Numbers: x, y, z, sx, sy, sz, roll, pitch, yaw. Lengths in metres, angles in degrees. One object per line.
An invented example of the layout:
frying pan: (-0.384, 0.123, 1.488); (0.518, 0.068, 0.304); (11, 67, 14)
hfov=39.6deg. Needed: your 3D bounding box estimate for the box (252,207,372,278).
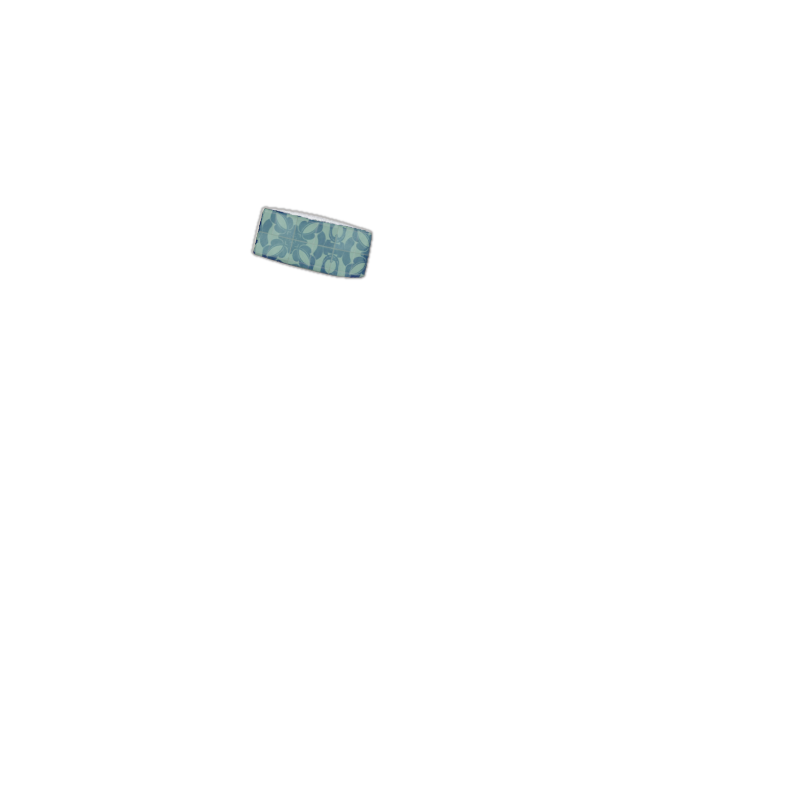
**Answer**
box: (-0.076, -0.138, 0.967); (0.093, 0.047, 0.180); (13, 9, -6)
